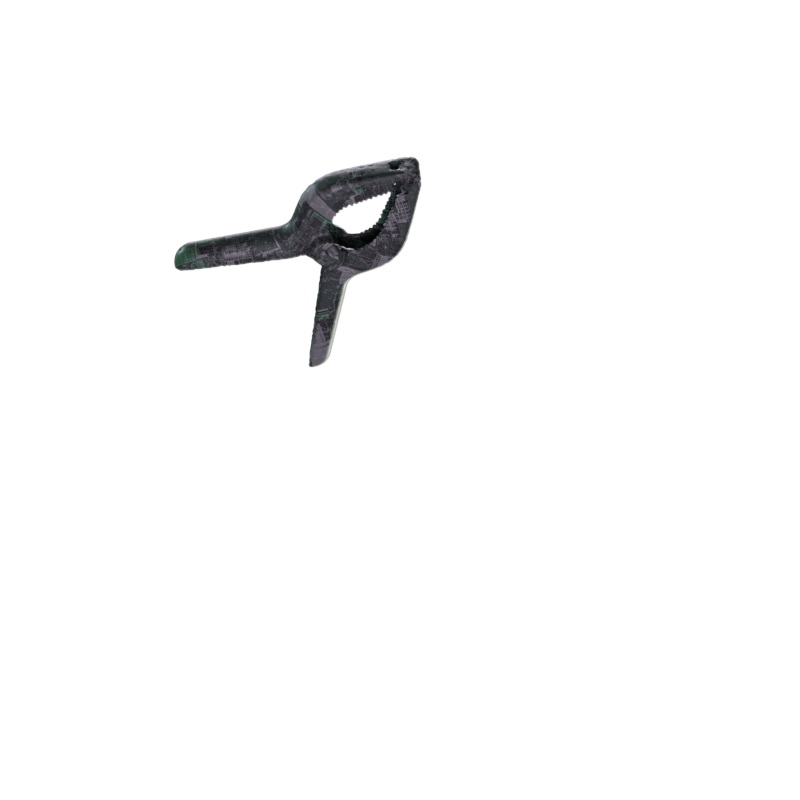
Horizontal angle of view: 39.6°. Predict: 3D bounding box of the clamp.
[{"bbox_3d":[-0.070,-0.128,0.897,0.157,0.206,0.039,32,31,-23],"label":"clamp"}]
